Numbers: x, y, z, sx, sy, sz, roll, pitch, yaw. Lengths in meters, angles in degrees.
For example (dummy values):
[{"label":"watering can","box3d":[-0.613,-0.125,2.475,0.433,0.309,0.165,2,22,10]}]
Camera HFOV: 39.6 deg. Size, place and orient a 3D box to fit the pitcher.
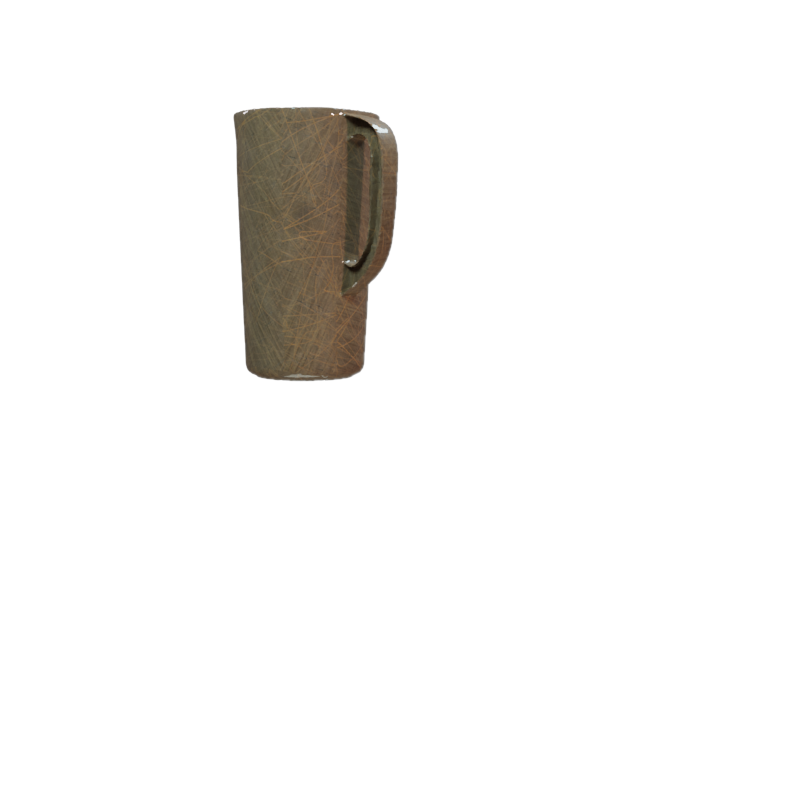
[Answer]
[{"label":"pitcher","box3d":[-0.078,-0.142,0.998,0.145,0.243,0.150,0,2,-2]}]
